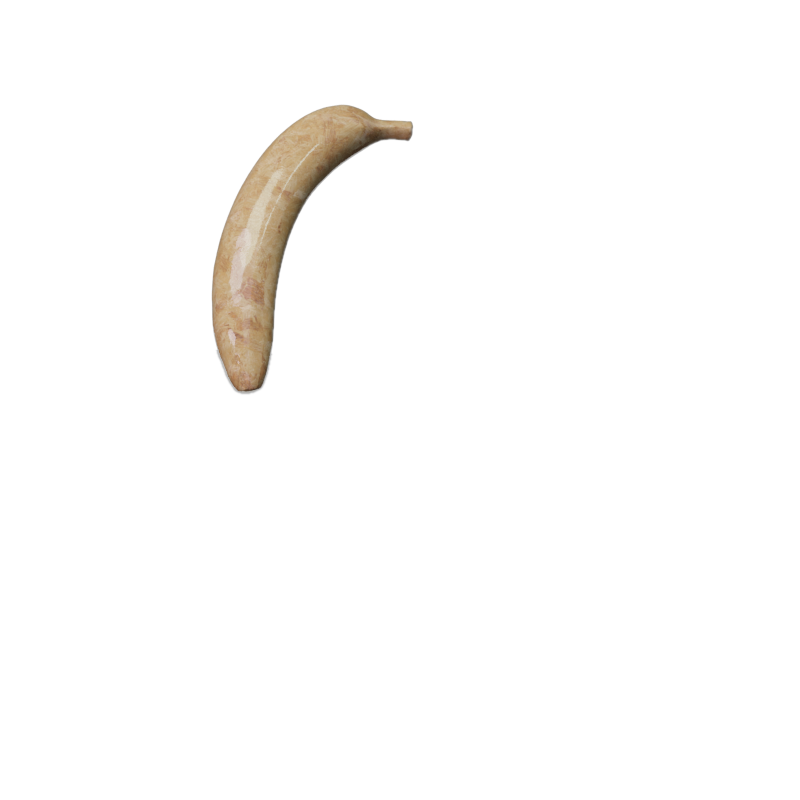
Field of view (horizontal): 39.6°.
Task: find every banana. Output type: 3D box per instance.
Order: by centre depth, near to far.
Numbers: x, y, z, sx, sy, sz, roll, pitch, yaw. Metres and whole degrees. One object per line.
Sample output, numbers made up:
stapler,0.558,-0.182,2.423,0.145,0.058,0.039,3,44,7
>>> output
banana,-0.064,-0.101,0.632,0.071,0.203,0.035,25,-21,9
